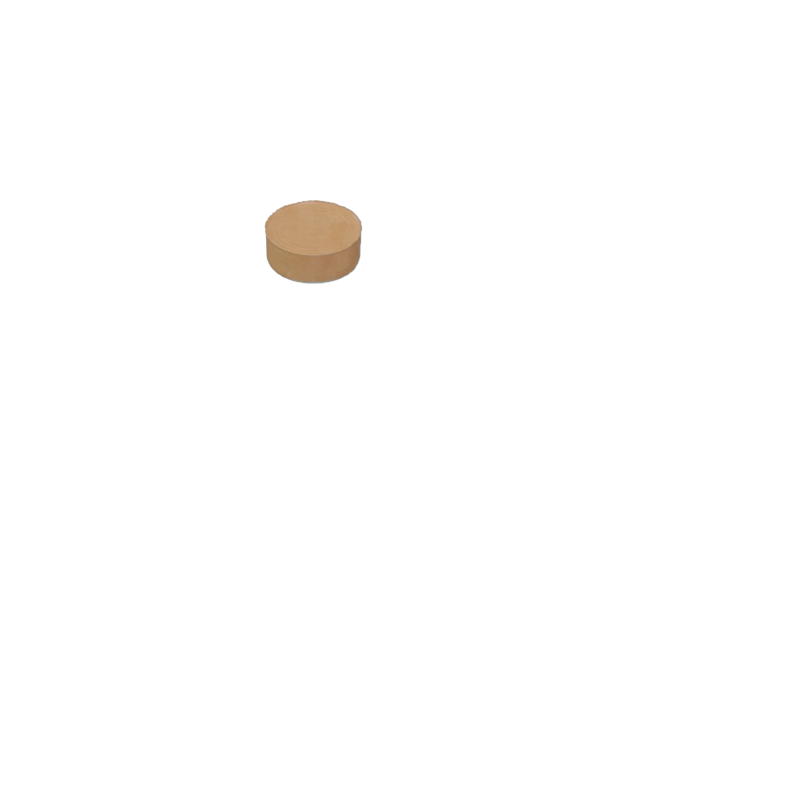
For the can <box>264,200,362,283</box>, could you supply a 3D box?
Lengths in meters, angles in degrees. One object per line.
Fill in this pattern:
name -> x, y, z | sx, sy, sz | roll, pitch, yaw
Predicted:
can -> -0.077, -0.140, 0.984 | 0.086, 0.031, 0.092 | -1, 40, -2
